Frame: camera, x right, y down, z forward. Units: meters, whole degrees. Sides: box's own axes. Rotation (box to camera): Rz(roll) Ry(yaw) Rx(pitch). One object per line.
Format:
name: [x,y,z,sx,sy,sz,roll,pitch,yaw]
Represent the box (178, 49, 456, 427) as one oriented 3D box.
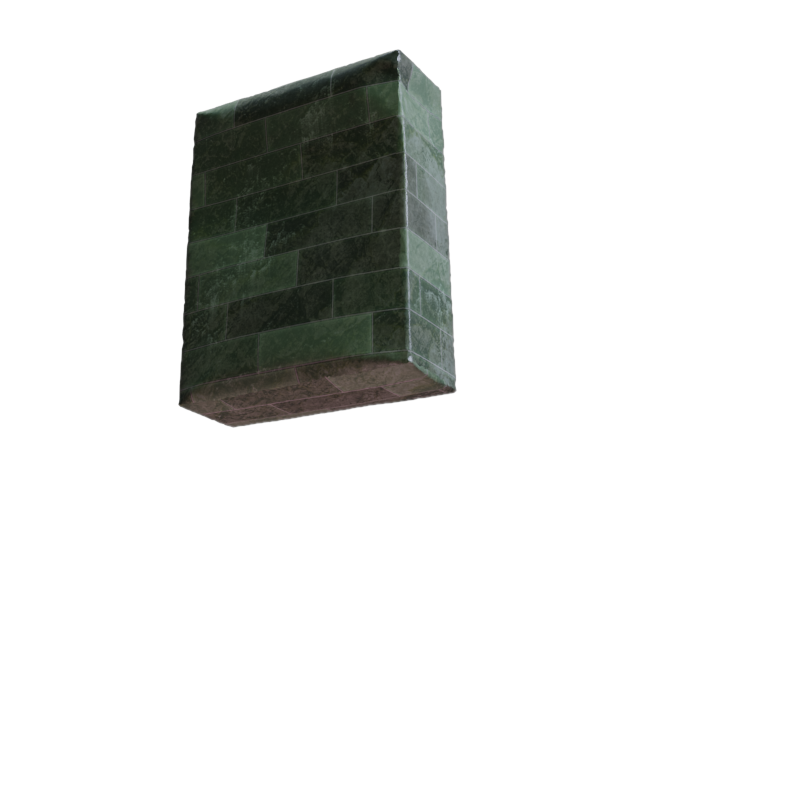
box: [-0.056,-0.102,0.714,0.167,0.225,0.067,-12,-24,26]
